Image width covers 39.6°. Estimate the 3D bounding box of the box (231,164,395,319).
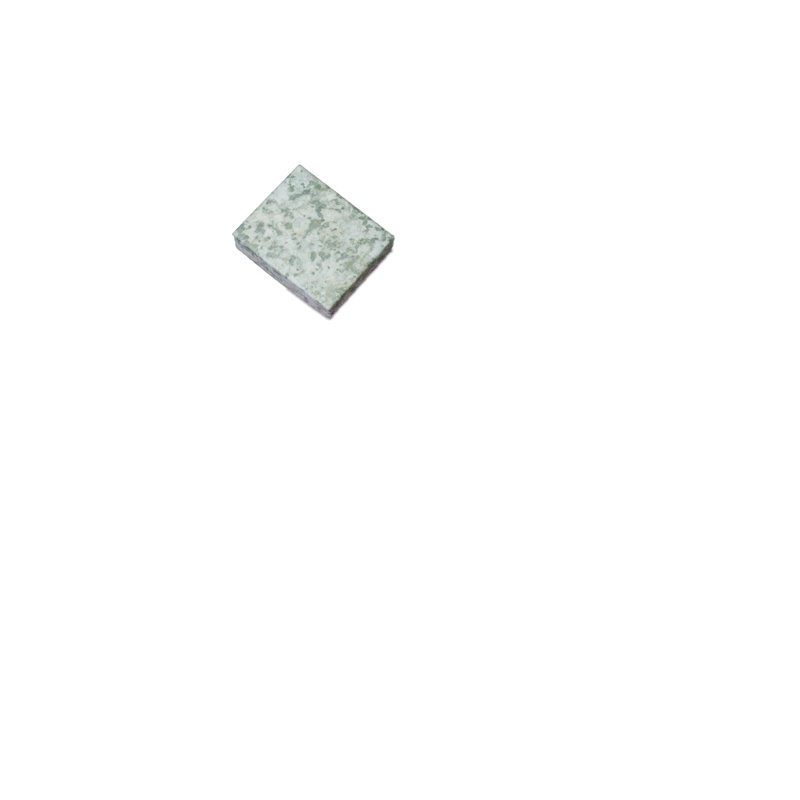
[{"bbox_3d":[-0.076,-0.138,0.968,0.117,0.091,0.037,38,-16,12],"label":"box"}]
